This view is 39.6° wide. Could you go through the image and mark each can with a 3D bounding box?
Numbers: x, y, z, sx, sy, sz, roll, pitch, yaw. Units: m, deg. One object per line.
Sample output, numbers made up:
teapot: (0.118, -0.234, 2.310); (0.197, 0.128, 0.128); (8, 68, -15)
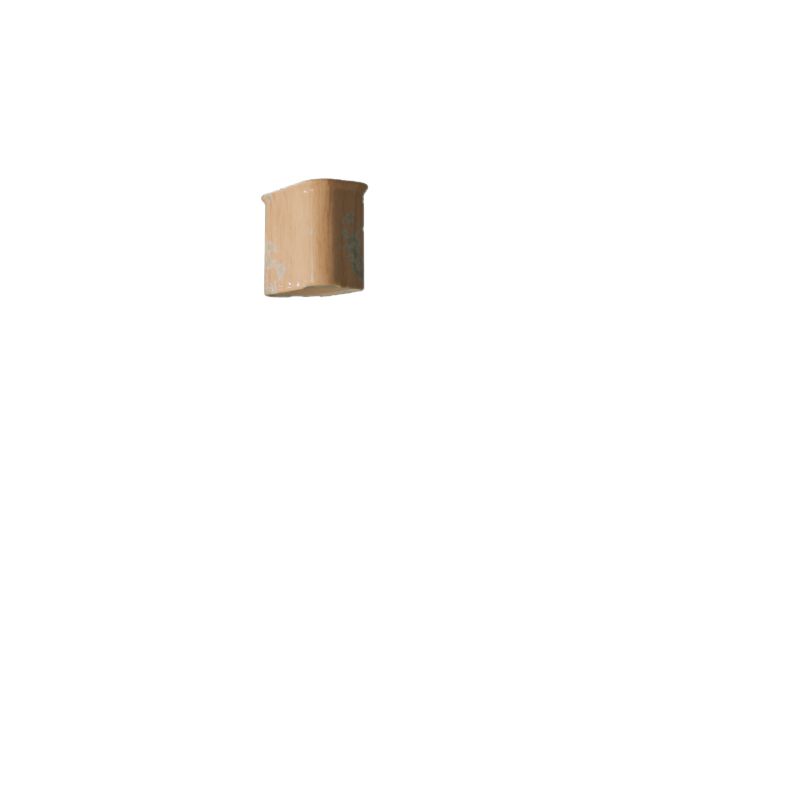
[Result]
can: (-0.070, -0.127, 0.892); (0.055, 0.085, 0.105); (3, -5, -33)
